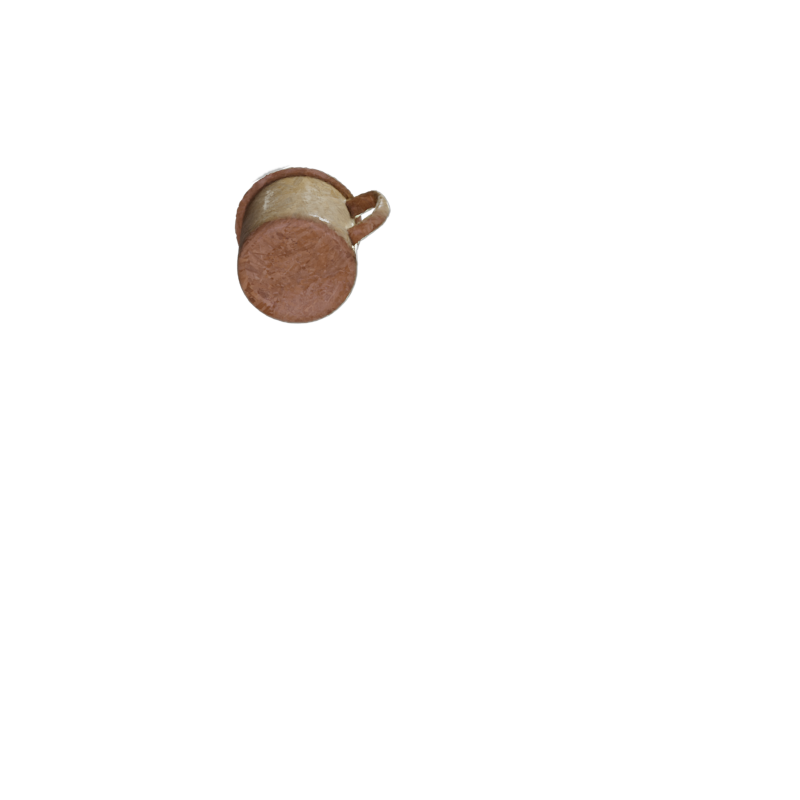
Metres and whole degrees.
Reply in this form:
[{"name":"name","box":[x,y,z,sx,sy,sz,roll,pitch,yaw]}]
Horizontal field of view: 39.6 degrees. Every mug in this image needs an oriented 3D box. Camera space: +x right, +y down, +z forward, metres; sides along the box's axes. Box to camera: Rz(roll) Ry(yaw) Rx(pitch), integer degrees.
[{"name":"mug","box":[-0.060,-0.110,0.770,0.117,0.088,0.086,-23,26,9]}]
